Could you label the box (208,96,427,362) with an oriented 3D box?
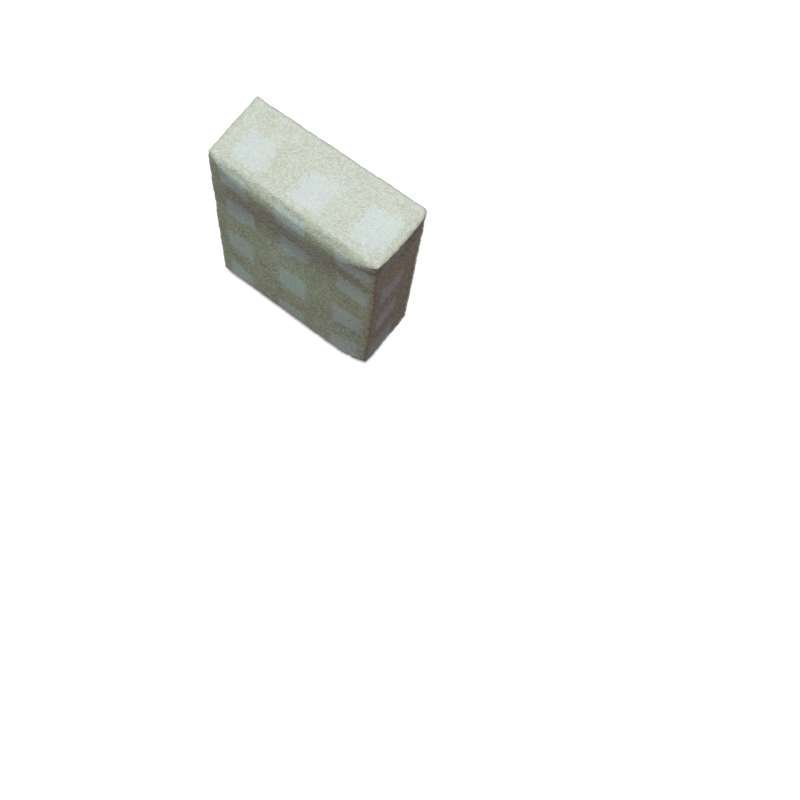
[{"bbox_3d":[-0.072,-0.131,0.917,0.169,0.073,0.204,36,-17,10],"label":"box"}]
